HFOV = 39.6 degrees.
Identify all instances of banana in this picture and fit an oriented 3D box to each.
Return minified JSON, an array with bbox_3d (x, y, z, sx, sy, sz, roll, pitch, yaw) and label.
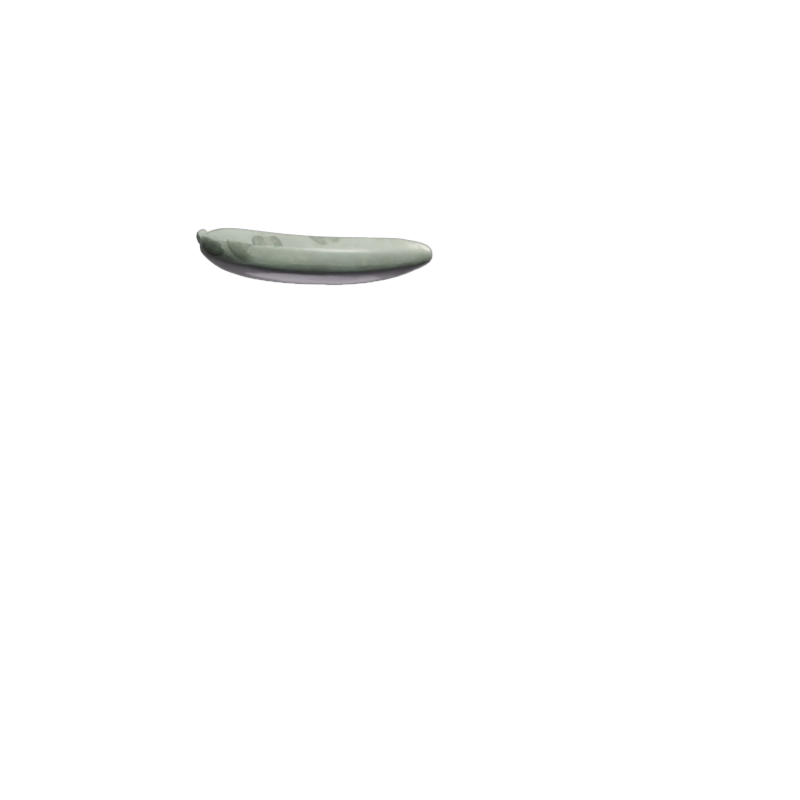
[{"bbox_3d":[-0.076,-0.117,0.871,0.201,0.035,0.073,8,33,11],"label":"banana"}]
